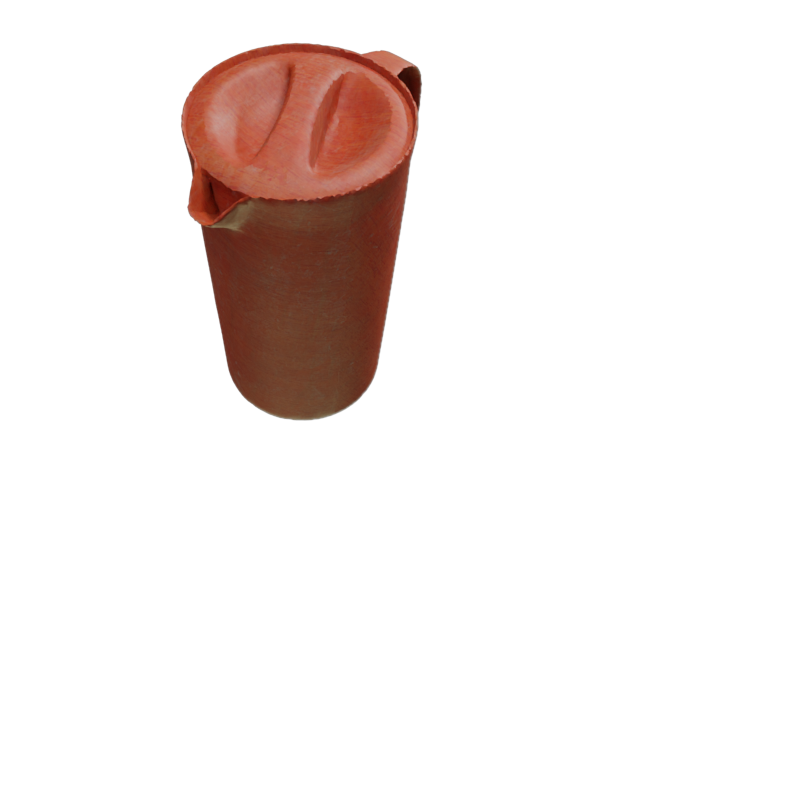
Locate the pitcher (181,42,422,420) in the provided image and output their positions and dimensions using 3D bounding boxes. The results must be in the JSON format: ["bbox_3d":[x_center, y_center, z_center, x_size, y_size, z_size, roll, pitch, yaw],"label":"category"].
[{"bbox_3d":[-0.056,-0.101,0.710,0.148,0.156,0.227,-4,-37,-6],"label":"pitcher"}]
